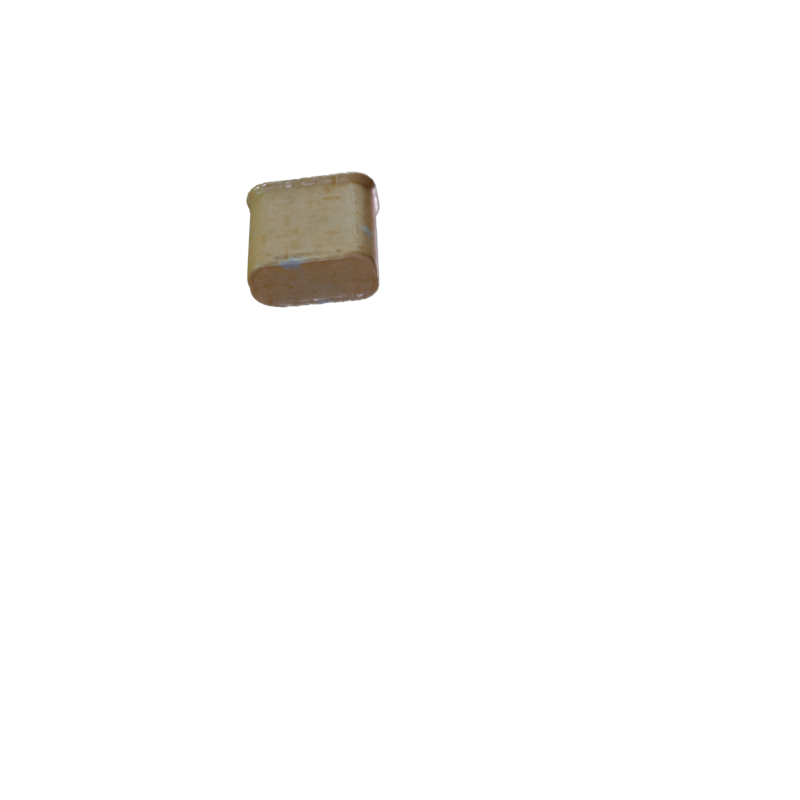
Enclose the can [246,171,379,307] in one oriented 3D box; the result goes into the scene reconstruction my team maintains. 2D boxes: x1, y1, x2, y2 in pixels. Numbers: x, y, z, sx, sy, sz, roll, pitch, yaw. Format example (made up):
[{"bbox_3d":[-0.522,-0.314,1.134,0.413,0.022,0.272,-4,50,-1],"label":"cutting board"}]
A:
[{"bbox_3d":[-0.066,-0.120,0.838,0.103,0.090,0.053,-6,-38,6],"label":"can"}]
